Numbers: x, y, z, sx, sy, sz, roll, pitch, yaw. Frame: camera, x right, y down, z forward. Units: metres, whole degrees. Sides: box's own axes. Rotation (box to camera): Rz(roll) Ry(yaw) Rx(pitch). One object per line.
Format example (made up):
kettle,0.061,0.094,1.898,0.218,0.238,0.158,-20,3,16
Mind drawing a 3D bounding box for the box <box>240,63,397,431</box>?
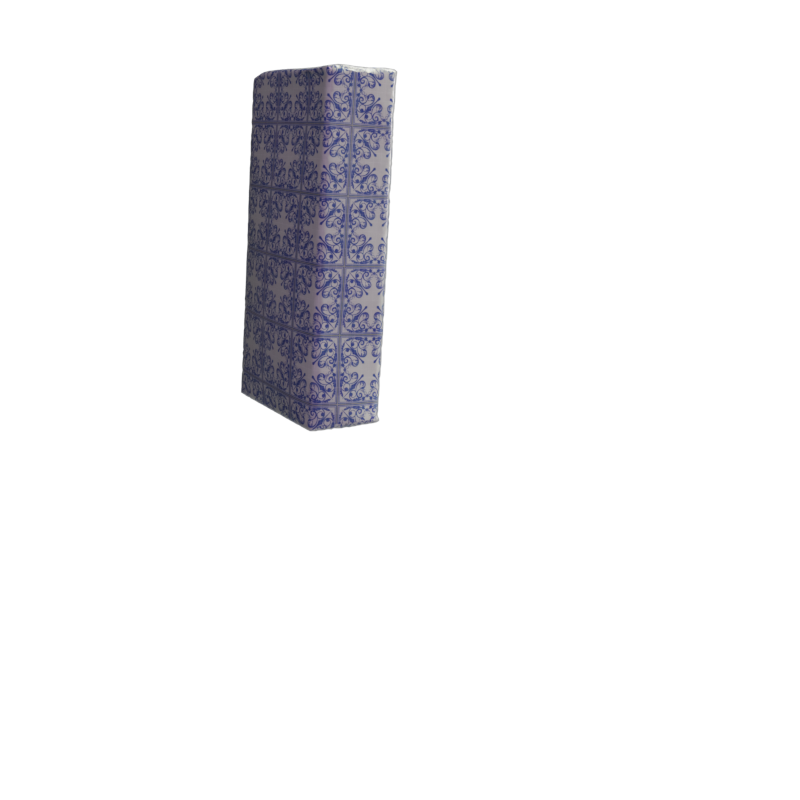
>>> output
box,-0.045,-0.081,0.571,0.047,0.174,0.098,-3,8,-29
